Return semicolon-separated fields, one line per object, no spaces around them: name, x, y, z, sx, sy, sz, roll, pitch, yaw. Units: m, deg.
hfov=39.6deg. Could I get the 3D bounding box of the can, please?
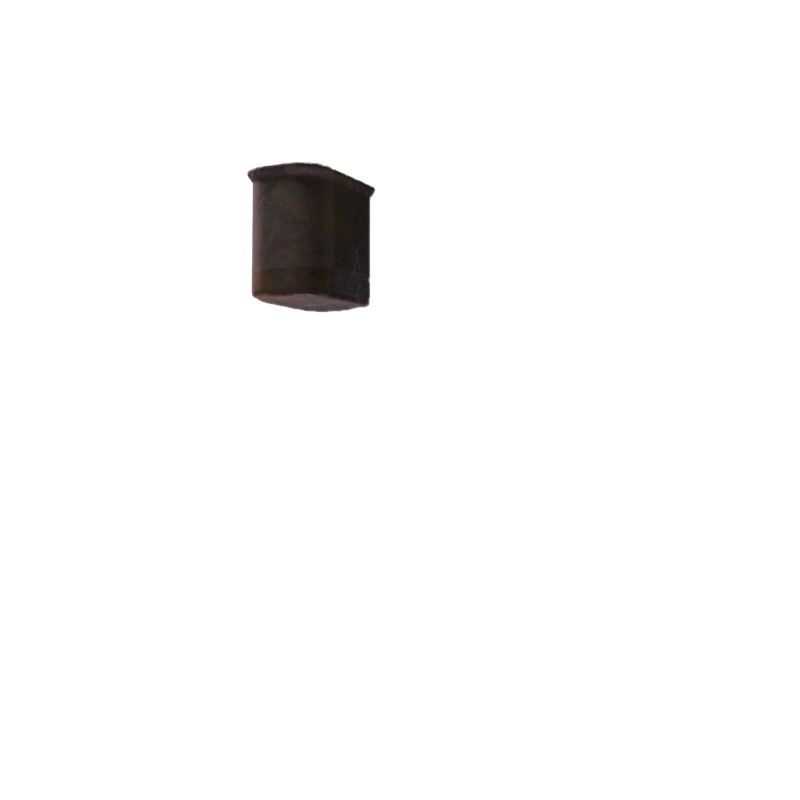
can;-0.058;-0.105;0.735;0.059;0.085;0.097;-4;-6;25
